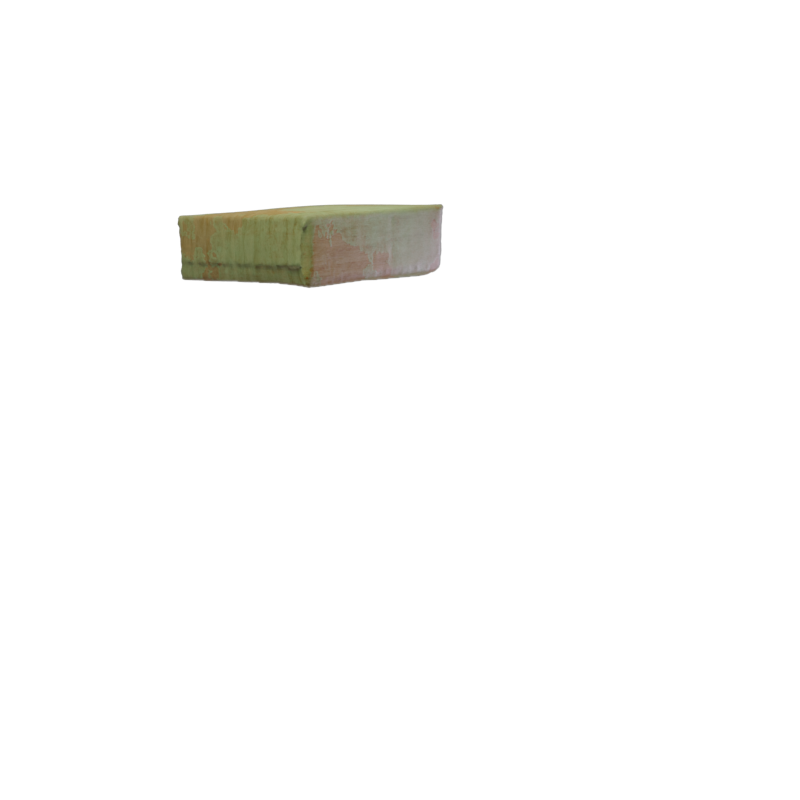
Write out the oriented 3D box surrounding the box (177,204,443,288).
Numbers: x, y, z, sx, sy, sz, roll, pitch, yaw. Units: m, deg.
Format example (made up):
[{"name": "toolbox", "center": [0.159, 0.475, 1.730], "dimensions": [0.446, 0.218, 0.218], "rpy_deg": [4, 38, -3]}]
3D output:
[{"name": "box", "center": [-0.045, -0.083, 0.578], "dimensions": [0.094, 0.038, 0.110], "rpy_deg": [8, 13, 39]}]
